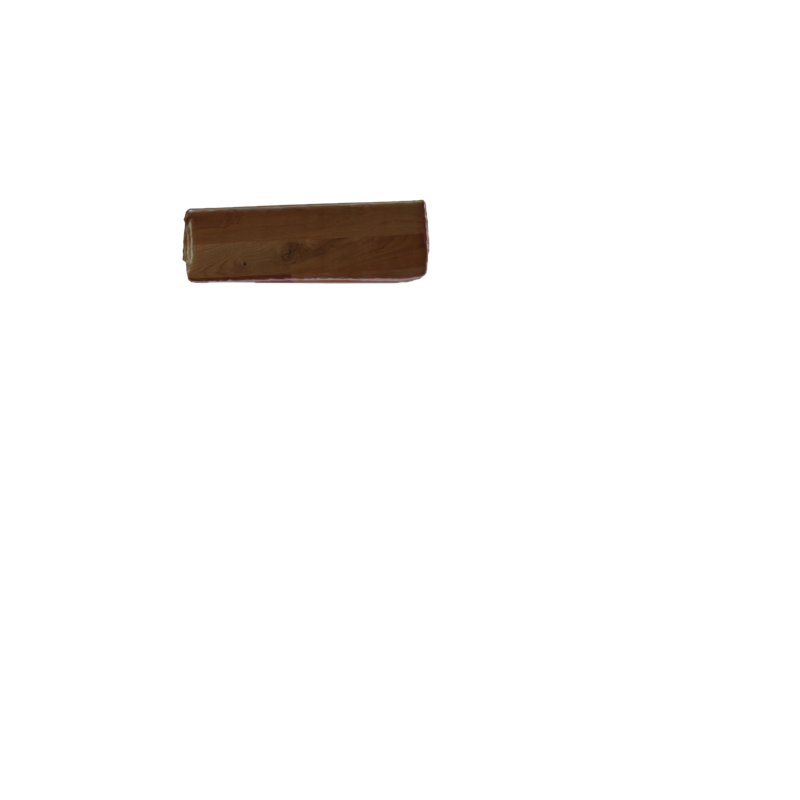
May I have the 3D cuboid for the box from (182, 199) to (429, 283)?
[{"bbox_3d":[-0.043,-0.078,0.545,0.114,0.038,0.090,1,8,4],"label":"box"}]
